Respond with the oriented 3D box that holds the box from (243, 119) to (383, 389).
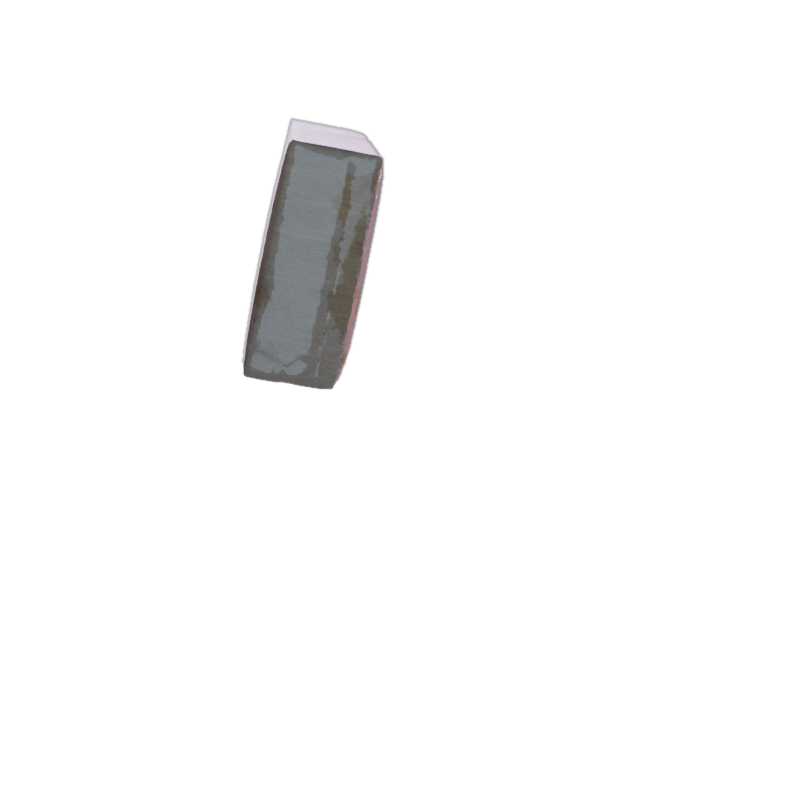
[{"bbox_3d":[-0.065,-0.118,0.828,0.071,0.160,0.221,11,14,-7],"label":"box"}]
